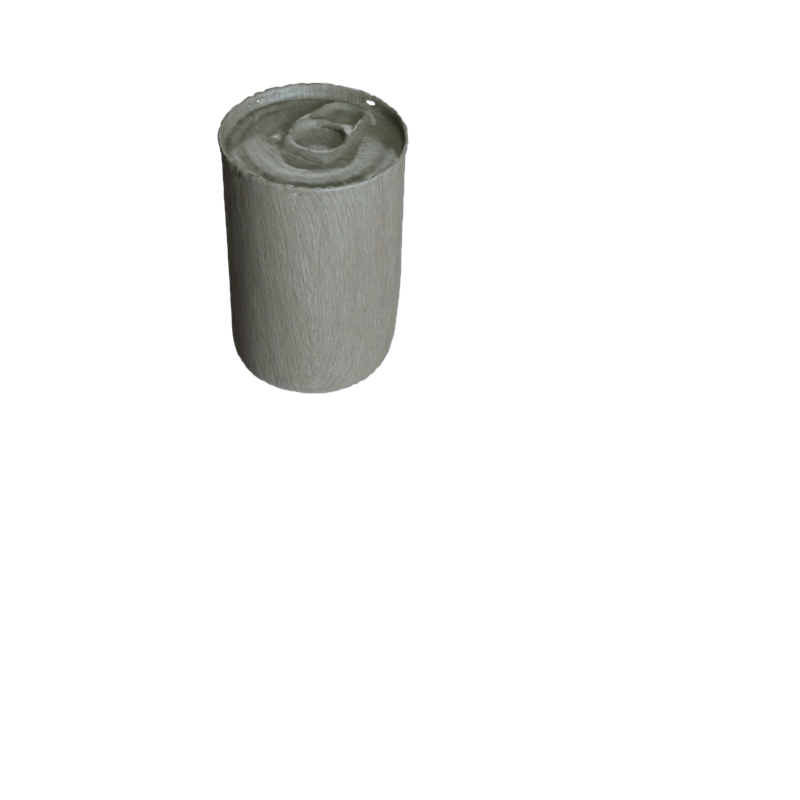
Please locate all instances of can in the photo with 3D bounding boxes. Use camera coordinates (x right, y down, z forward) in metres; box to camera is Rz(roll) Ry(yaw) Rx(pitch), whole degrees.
[{"bbox_3d":[-0.033,-0.061,0.426,0.068,0.095,0.074,0,44,-3],"label":"can"}]
